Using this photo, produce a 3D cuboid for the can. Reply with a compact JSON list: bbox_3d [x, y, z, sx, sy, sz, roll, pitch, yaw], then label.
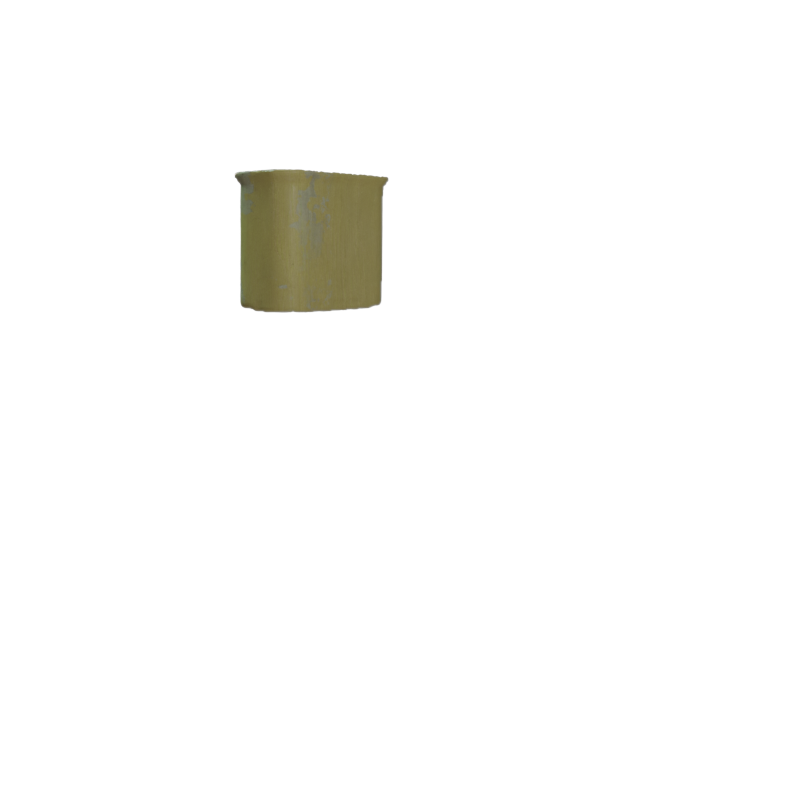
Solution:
[{"bbox_3d":[-0.054,-0.099,0.691,0.060,0.084,0.098,2,5,40],"label":"can"}]
